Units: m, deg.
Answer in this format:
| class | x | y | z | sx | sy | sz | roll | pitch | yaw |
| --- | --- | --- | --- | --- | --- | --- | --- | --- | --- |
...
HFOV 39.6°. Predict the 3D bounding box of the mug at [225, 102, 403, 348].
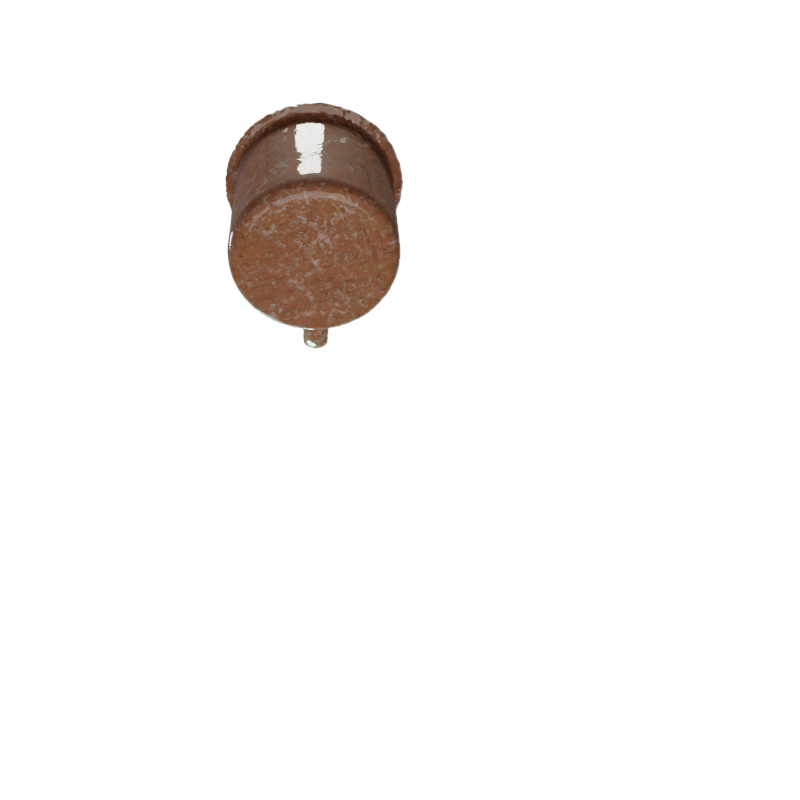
| class | x | y | z | sx | sy | sz | roll | pitch | yaw |
| --- | --- | --- | --- | --- | --- | --- | --- | --- | --- |
| mug | -0.043 | -0.079 | 0.555 | 0.093 | 0.110 | 0.087 | 2 | 33 | -3 |
